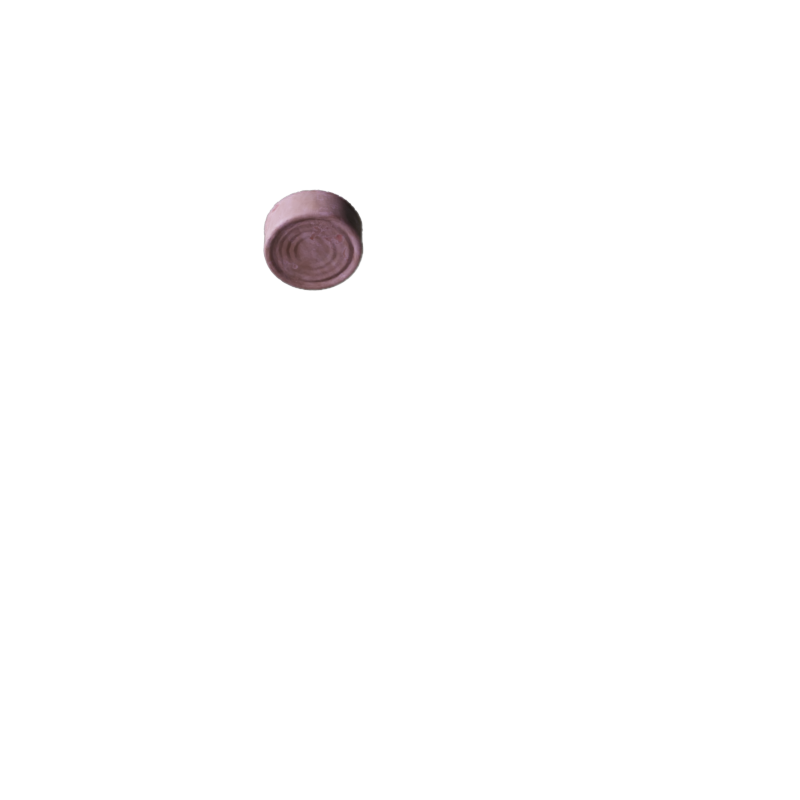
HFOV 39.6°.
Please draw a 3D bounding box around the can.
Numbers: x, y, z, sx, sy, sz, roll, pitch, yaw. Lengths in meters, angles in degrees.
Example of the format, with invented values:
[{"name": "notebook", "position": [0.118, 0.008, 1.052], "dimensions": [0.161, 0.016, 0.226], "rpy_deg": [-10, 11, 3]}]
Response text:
[{"name": "can", "position": [-0.074, -0.135, 0.946], "dimensions": [0.086, 0.080, 0.036], "rpy_deg": [1, 40, -1]}]
